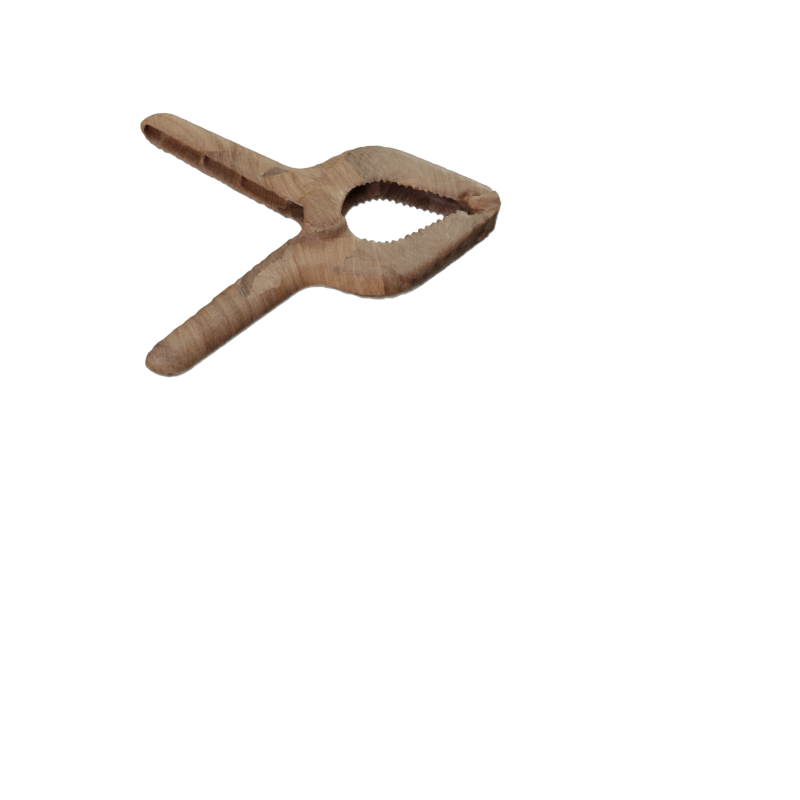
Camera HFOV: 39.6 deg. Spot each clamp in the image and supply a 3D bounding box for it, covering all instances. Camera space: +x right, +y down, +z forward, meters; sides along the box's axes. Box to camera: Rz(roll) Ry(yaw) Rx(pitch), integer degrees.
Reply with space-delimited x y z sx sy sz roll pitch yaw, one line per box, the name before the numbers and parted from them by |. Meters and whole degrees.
clamp | -0.049 -0.089 0.624 0.210 0.174 0.034 1 -26 0
